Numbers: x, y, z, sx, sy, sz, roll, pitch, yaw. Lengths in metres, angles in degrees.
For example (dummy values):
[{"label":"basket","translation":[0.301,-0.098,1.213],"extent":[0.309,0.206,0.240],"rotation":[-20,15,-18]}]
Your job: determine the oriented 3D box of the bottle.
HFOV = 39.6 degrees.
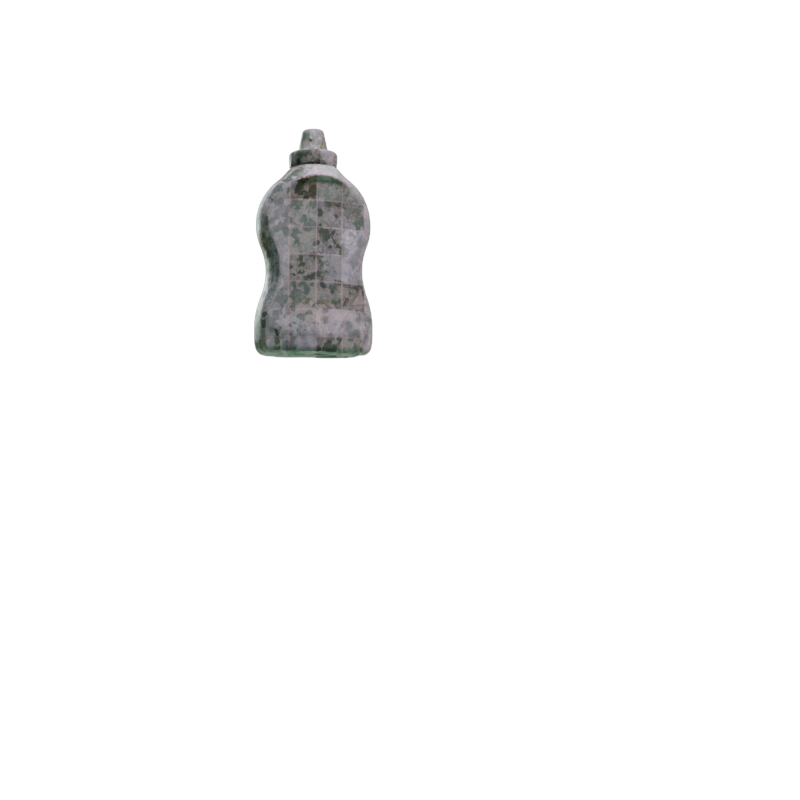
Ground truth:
[{"label":"bottle","translation":[-0.073,-0.132,0.928],"extent":[0.094,0.196,0.058],"rotation":[2,-9,-16]}]
